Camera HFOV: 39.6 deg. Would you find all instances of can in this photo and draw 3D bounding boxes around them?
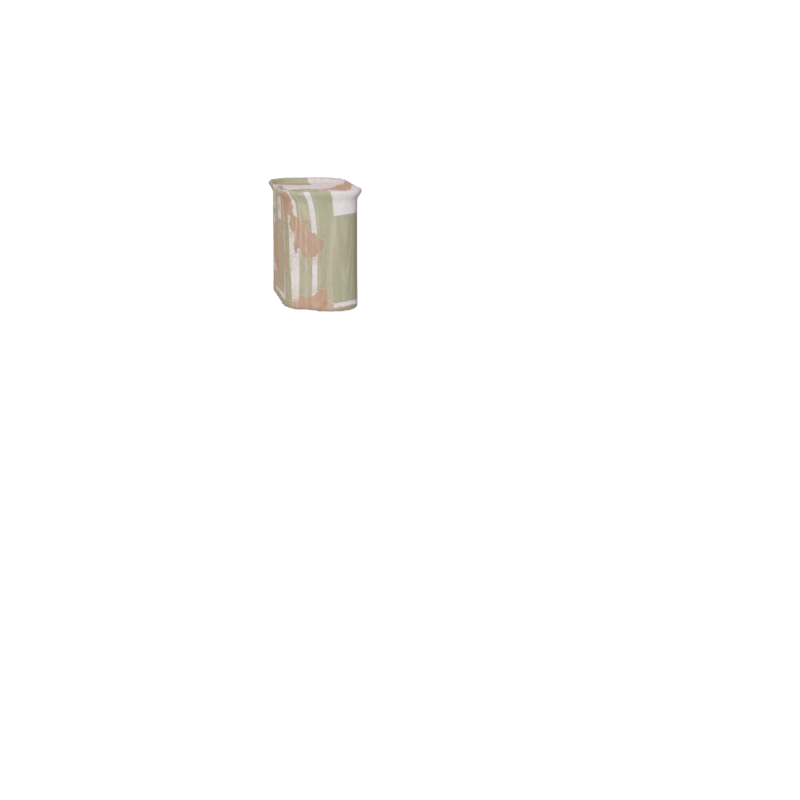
[{"bbox_3d":[-0.062,-0.114,0.796,0.057,0.082,0.106,-2,14,-12],"label":"can"}]
